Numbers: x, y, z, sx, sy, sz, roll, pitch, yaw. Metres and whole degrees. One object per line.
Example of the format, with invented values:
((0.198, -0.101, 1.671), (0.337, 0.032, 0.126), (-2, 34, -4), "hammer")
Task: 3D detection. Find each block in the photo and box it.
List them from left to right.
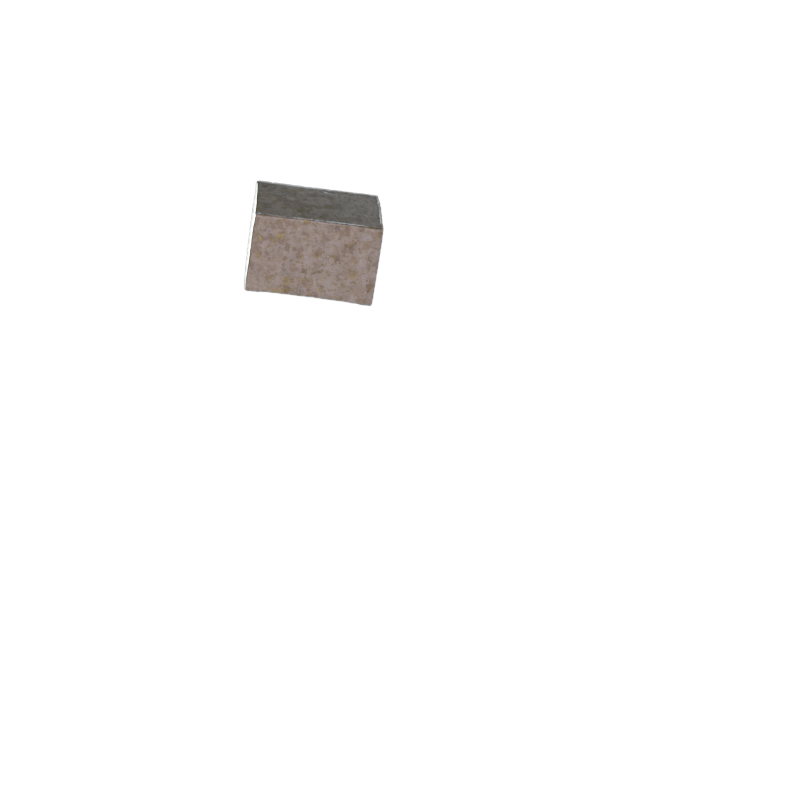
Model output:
((-0.052, -0.095, 0.667), (0.077, 0.050, 0.054), (8, 29, -6), "block")
